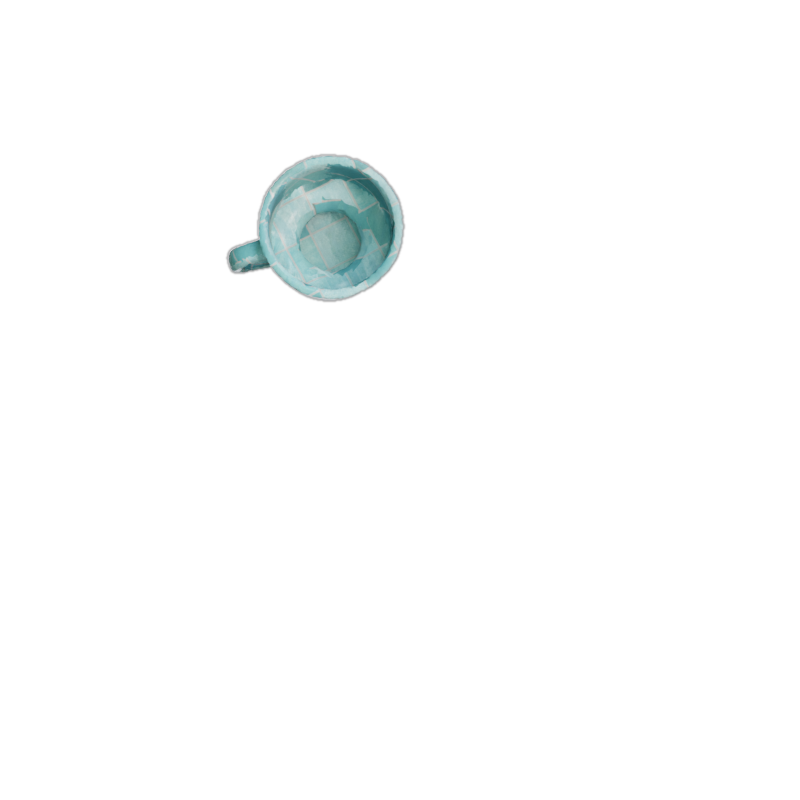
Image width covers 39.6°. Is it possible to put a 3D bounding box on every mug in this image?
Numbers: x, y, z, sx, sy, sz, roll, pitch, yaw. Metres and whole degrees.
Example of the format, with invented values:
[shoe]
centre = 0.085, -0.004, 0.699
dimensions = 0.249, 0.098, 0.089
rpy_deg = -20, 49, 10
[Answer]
[mug]
centre = -0.058, -0.106, 0.744
dimensions = 0.117, 0.095, 0.080
rpy_deg = -19, -5, -3
